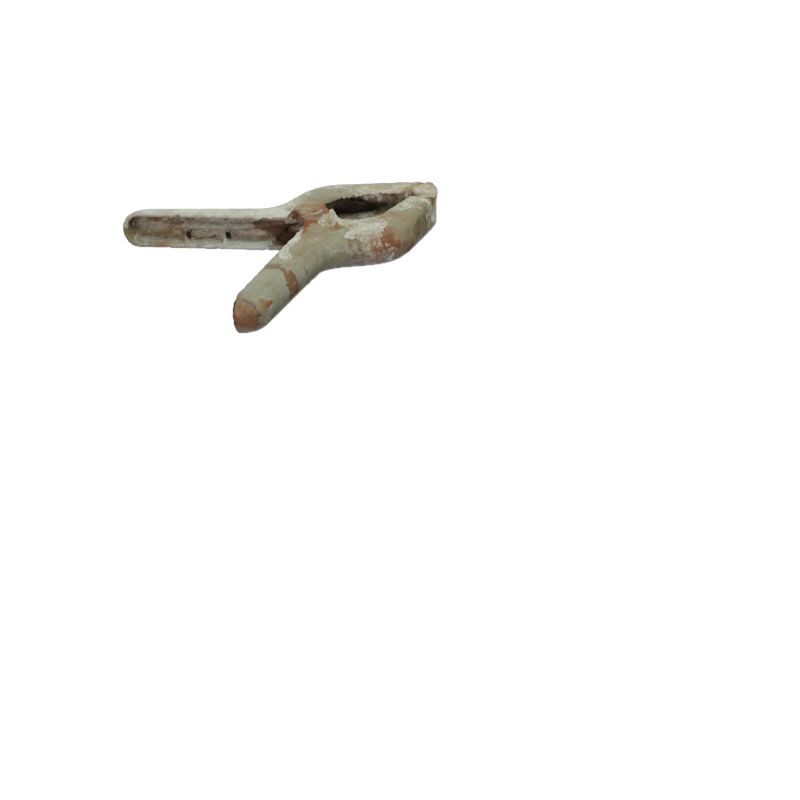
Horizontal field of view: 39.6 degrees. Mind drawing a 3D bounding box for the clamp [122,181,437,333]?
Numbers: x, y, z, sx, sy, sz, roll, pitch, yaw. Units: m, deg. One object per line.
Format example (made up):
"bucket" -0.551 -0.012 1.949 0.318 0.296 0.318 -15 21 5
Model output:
"clamp" -0.056 -0.103 0.720 0.206 0.034 0.177 -15 34 -23
